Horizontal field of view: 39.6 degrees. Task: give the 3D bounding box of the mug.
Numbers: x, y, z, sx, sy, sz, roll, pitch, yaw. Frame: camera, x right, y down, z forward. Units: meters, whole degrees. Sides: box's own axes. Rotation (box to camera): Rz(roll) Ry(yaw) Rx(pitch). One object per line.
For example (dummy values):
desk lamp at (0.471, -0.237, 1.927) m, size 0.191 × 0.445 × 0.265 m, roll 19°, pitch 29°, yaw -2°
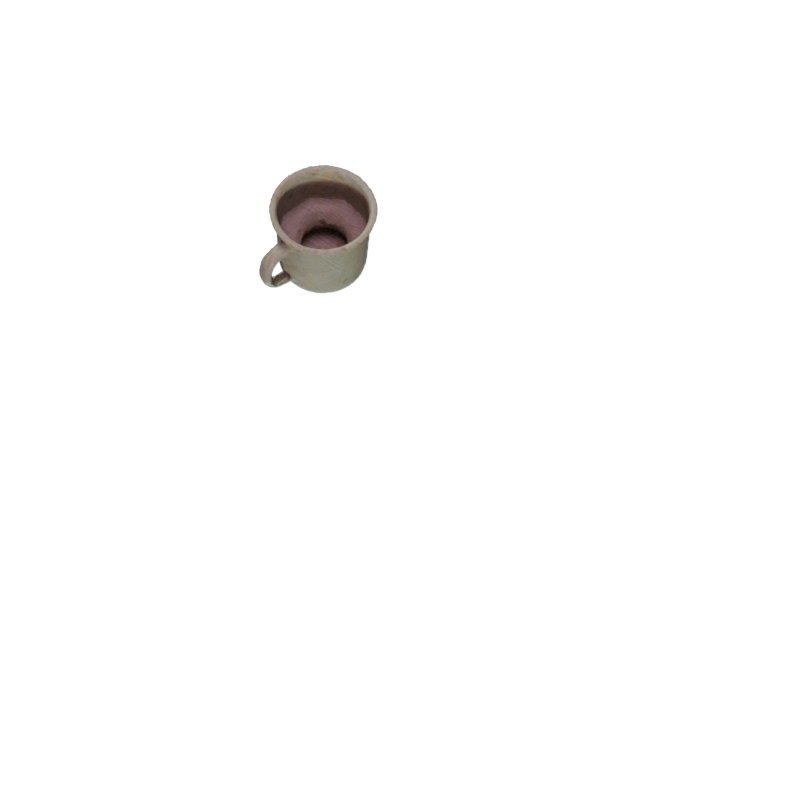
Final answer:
mug at (-0.077, -0.140, 0.980) m, size 0.098 × 0.118 × 0.077 m, roll 40°, pitch -22°, yaw 18°
